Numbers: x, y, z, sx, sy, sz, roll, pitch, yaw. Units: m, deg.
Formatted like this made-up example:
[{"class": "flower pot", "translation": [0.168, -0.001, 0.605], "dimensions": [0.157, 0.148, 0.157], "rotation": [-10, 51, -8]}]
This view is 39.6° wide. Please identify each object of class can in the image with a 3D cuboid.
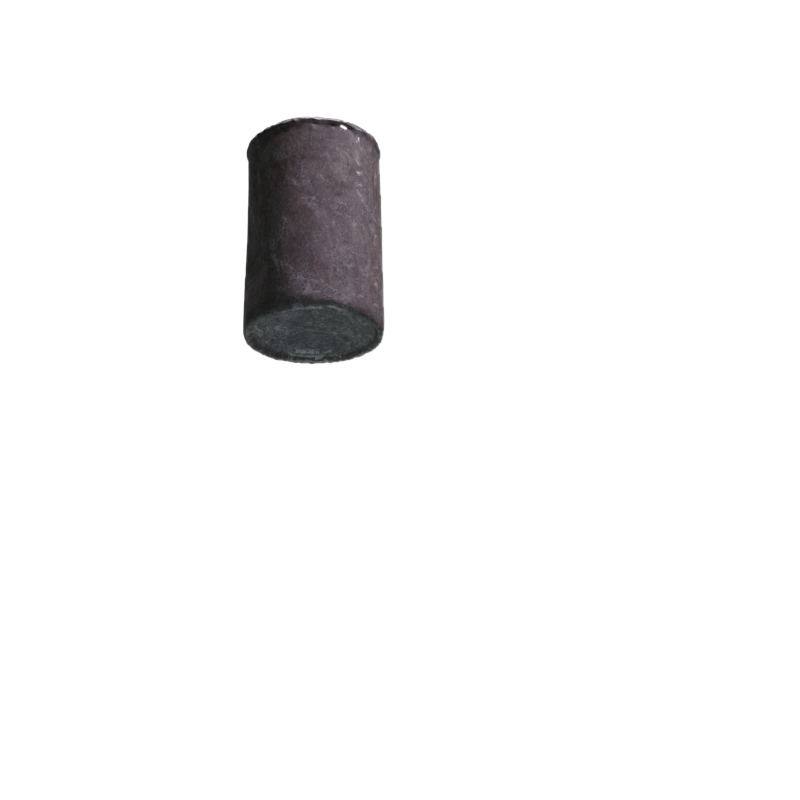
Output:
[{"class": "can", "translation": [-0.042, -0.077, 0.539], "dimensions": [0.068, 0.108, 0.065], "rotation": [0, -26, -2]}]
